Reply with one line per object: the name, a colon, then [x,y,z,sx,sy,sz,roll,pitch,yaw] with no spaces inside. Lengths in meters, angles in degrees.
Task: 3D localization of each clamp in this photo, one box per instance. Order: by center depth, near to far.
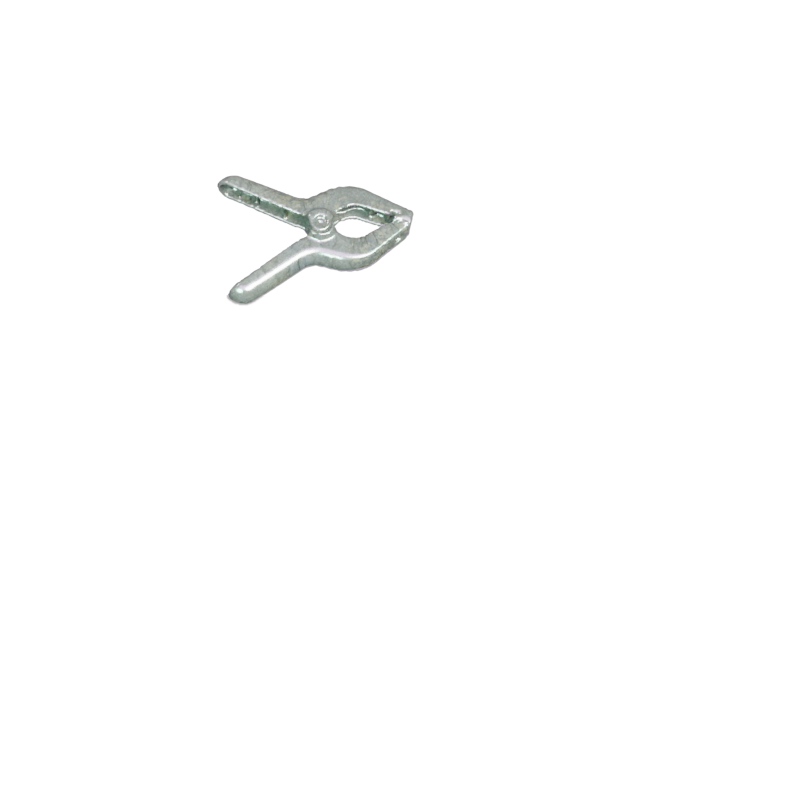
clamp: [-0.075,-0.136,0.953,0.171,0.126,0.037,1,-20,0]
